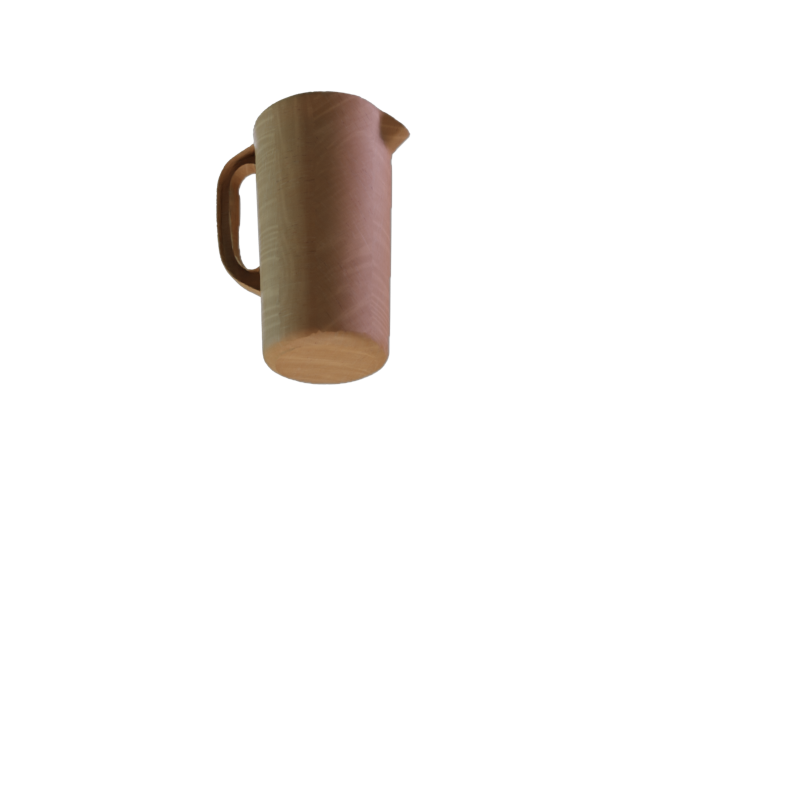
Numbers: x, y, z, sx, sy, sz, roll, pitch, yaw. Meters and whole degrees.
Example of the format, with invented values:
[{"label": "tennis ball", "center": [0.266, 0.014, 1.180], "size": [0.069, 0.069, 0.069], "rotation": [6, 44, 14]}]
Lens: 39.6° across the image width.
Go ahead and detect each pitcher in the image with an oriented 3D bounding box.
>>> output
[{"label": "pitcher", "center": [-0.078, -0.142, 0.994], "size": [0.139, 0.258, 0.146], "rotation": [11, -29, -25]}]
